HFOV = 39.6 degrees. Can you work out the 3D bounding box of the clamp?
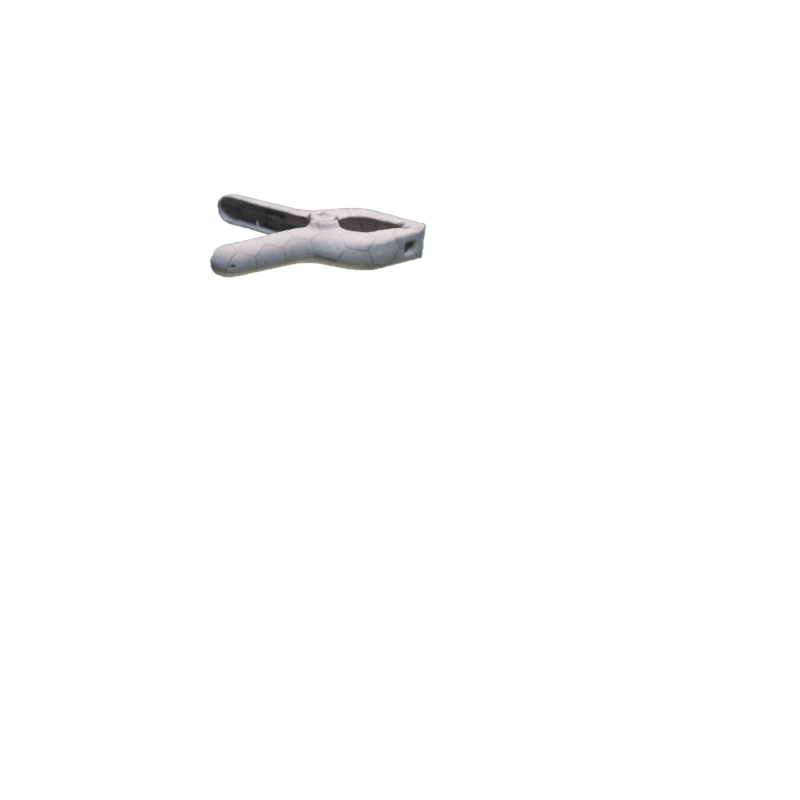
[{"bbox_3d":[-0.067,-0.123,0.858,0.173,0.037,0.127,4,36,5],"label":"clamp"}]
